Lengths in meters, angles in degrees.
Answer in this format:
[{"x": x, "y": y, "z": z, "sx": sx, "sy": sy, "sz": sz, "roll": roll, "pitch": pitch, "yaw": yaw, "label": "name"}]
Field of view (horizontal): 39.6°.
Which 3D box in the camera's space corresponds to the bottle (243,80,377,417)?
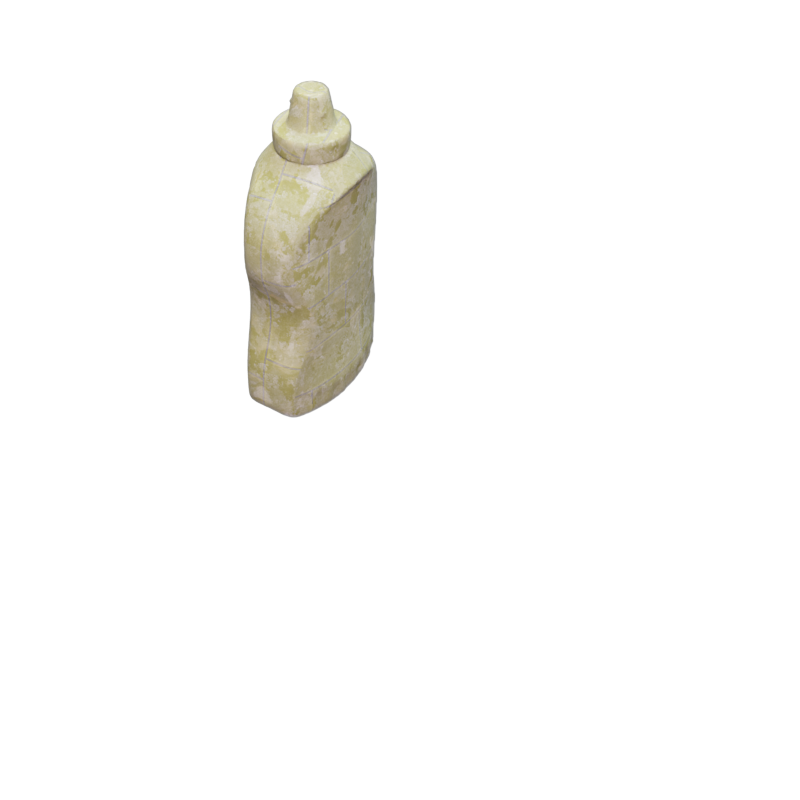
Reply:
[{"x": -0.048, "y": -0.088, "z": 0.612, "sx": 0.061, "sy": 0.179, "sz": 0.098, "roll": 23, "pitch": 45, "yaw": 22, "label": "bottle"}]
